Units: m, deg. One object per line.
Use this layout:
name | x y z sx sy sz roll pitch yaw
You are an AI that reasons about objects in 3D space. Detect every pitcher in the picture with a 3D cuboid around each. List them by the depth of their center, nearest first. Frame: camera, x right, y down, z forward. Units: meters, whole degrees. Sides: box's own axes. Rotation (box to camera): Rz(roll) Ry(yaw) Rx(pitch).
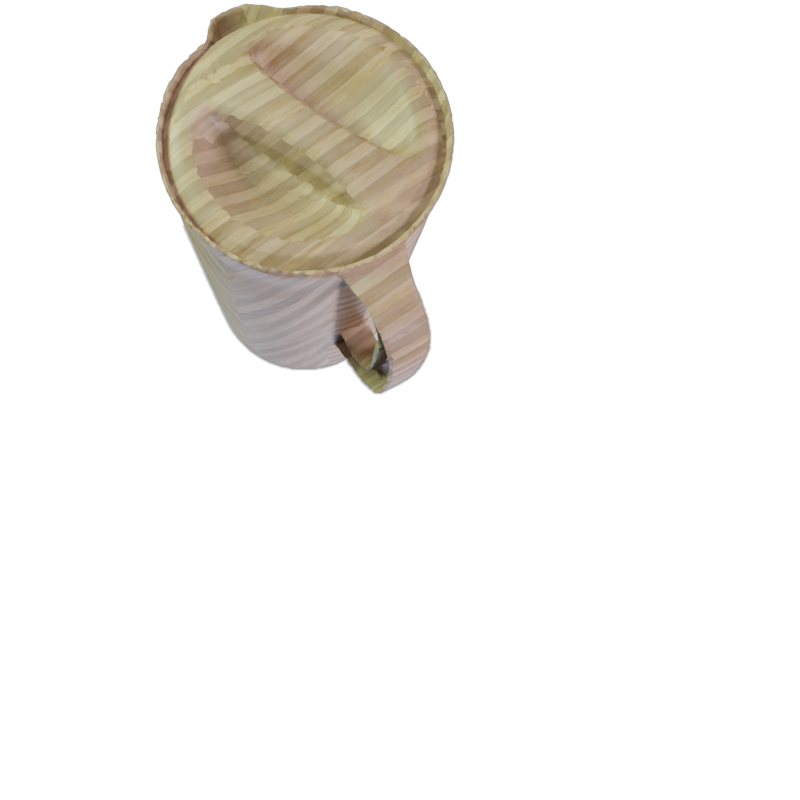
pitcher | -0.047 -0.085 0.595 0.146 0.154 0.234 16 -15 1
